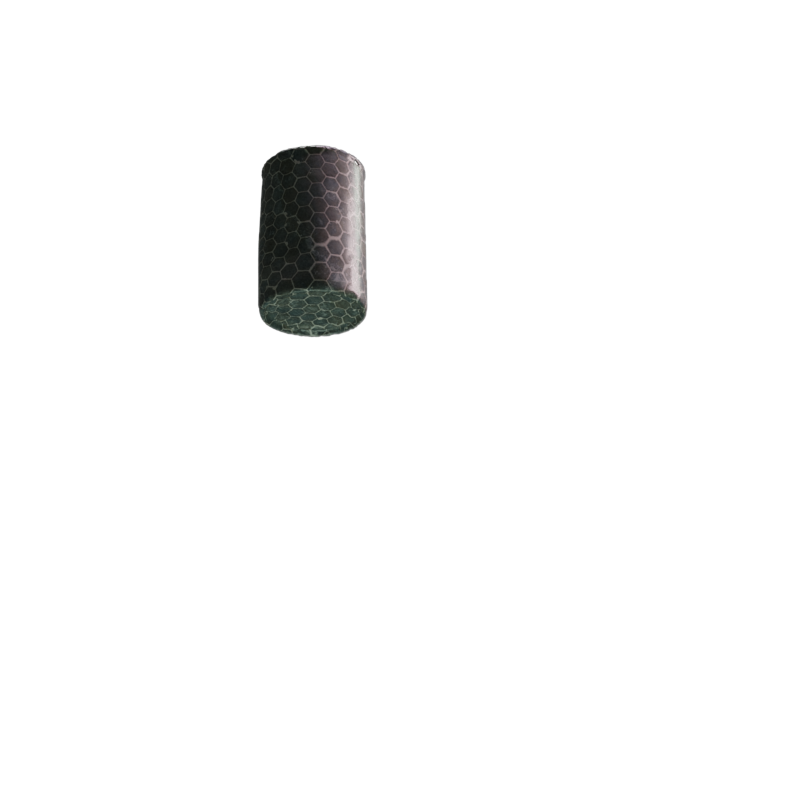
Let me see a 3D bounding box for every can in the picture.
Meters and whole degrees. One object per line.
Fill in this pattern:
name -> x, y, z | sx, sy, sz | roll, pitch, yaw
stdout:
can -> -0.054, -0.099, 0.695 | 0.068, 0.108, 0.065 | 0, -27, -2
